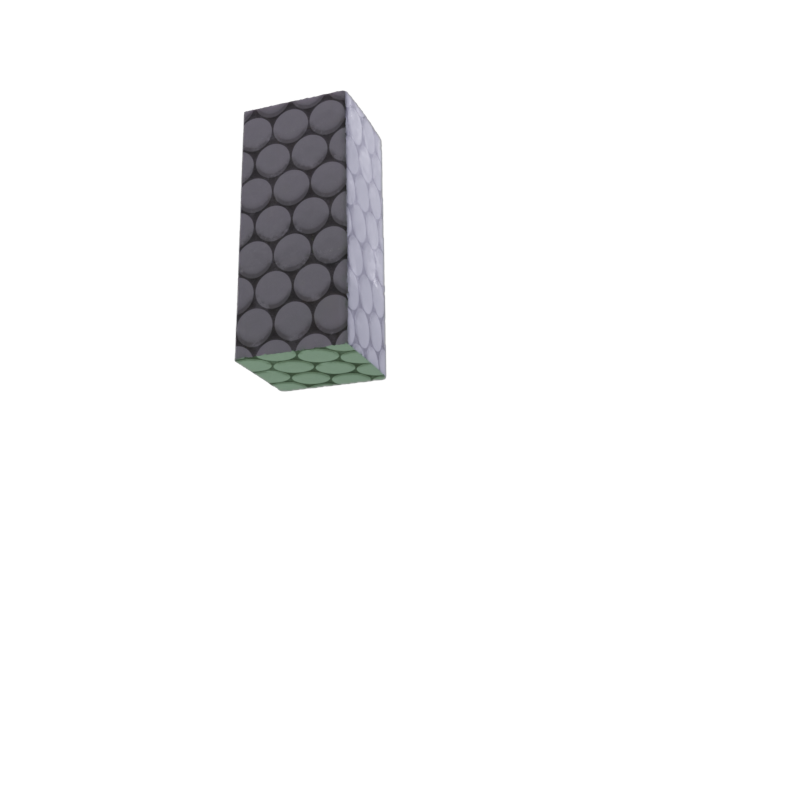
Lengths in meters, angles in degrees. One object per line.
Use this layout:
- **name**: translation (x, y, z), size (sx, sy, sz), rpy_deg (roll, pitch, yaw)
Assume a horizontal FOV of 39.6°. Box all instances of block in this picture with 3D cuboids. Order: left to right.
- **block**: translation (-0.067, -0.122, 0.856), size (0.092, 0.217, 0.084), rpy_deg (-9, -24, 18)
